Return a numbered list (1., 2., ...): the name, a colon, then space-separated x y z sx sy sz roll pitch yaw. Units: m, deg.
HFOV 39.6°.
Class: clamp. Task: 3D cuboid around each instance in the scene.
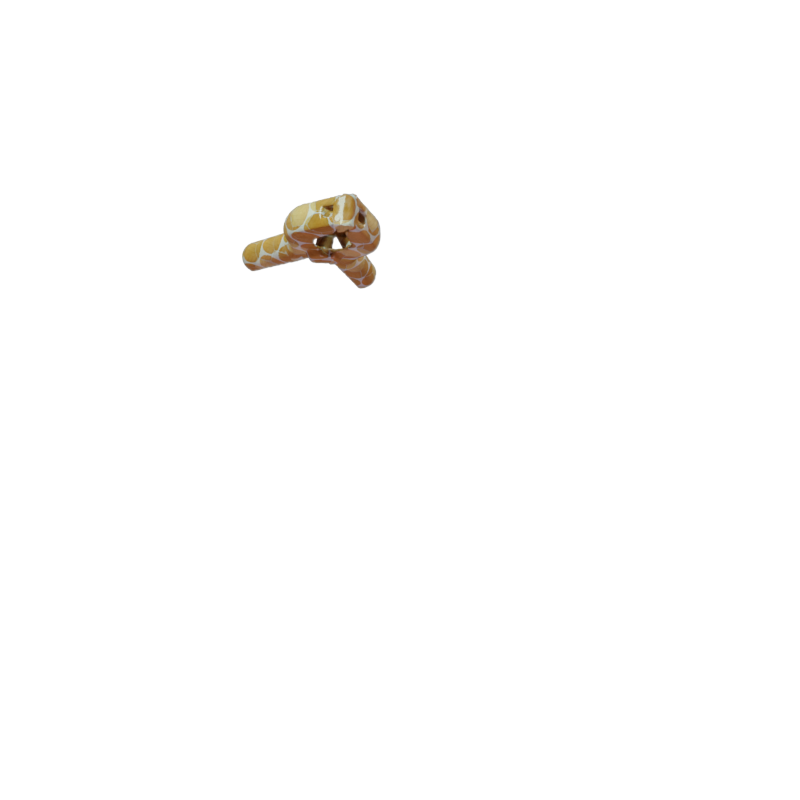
1. clamp: -0.073 -0.133 0.929 0.119 0.041 0.165 1 -14 -6
